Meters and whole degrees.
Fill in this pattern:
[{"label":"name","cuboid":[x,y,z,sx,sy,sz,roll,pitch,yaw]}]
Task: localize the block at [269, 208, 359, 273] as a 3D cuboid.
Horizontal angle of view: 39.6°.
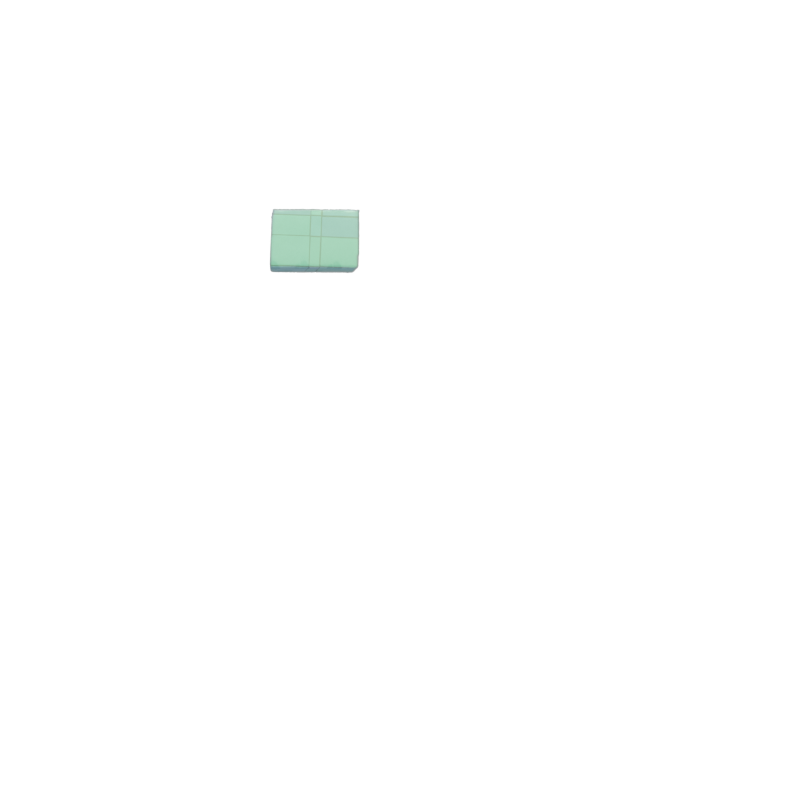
[{"label":"block","cuboid":[-0.077,-0.140,0.984,0.077,0.052,0.052,0,-3,-5]}]
